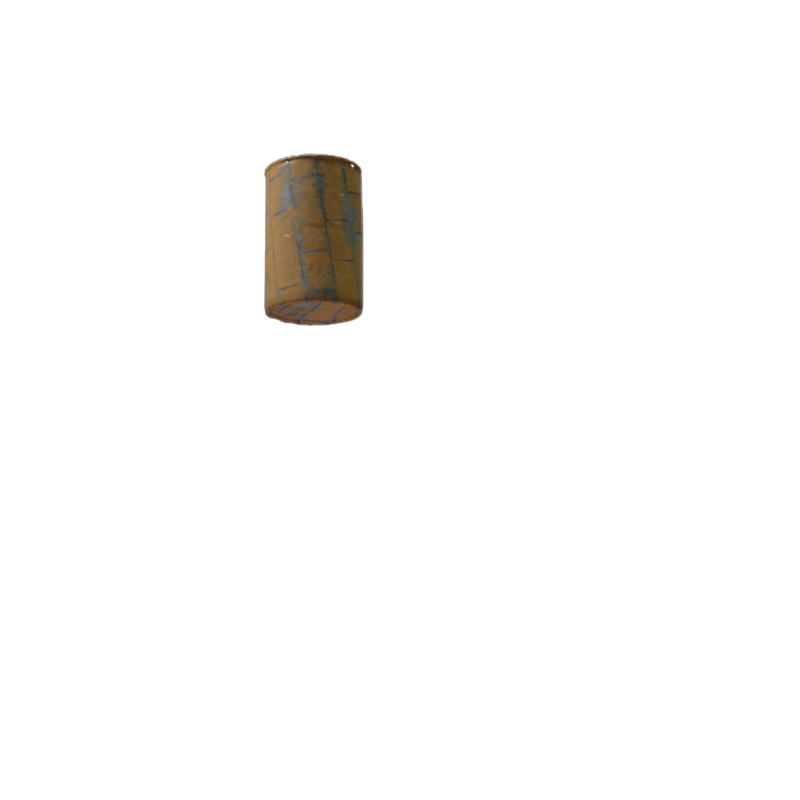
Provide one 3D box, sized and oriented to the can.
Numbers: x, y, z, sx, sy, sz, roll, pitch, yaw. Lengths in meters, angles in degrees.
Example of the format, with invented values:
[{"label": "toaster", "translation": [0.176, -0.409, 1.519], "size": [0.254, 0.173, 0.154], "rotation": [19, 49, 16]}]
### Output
[{"label": "can", "translation": [-0.059, -0.107, 0.752], "size": [0.068, 0.106, 0.066], "rotation": [0, -15, -2]}]
